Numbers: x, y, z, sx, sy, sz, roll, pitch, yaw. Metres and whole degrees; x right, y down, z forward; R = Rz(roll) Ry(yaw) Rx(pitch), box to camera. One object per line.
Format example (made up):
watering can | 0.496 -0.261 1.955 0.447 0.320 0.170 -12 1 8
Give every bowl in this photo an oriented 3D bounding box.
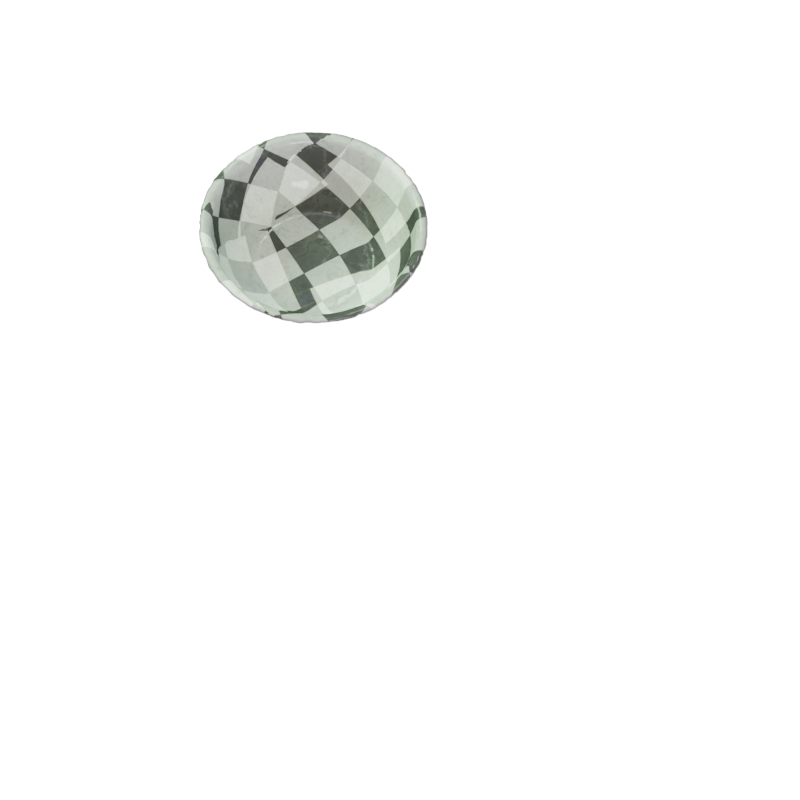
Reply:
bowl | -0.063 -0.115 0.803 0.162 0.173 0.052 -1 -31 -1
